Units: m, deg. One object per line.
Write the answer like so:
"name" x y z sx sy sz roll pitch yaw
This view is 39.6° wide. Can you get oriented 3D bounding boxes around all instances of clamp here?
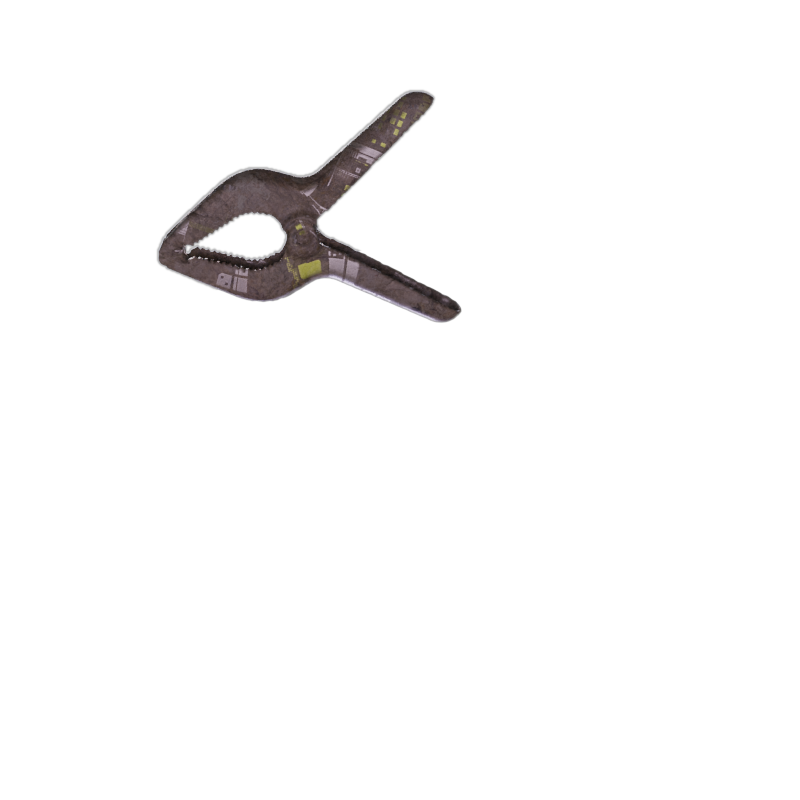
"clamp" -0.060 -0.110 0.769 0.210 0.158 0.038 -15 17 4
